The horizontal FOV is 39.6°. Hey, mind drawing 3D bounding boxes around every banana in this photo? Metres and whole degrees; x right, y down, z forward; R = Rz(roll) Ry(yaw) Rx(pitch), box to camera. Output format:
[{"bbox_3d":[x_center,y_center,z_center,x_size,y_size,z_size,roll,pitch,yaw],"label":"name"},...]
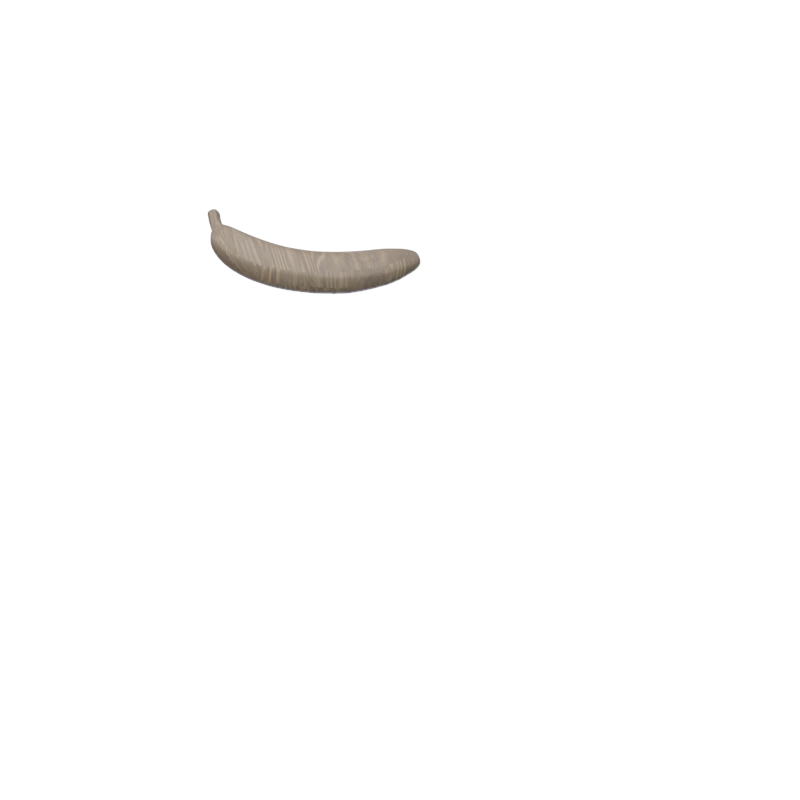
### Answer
[{"bbox_3d":[-0.084,-0.124,0.967,0.201,0.073,0.034,14,-30,8],"label":"banana"}]
